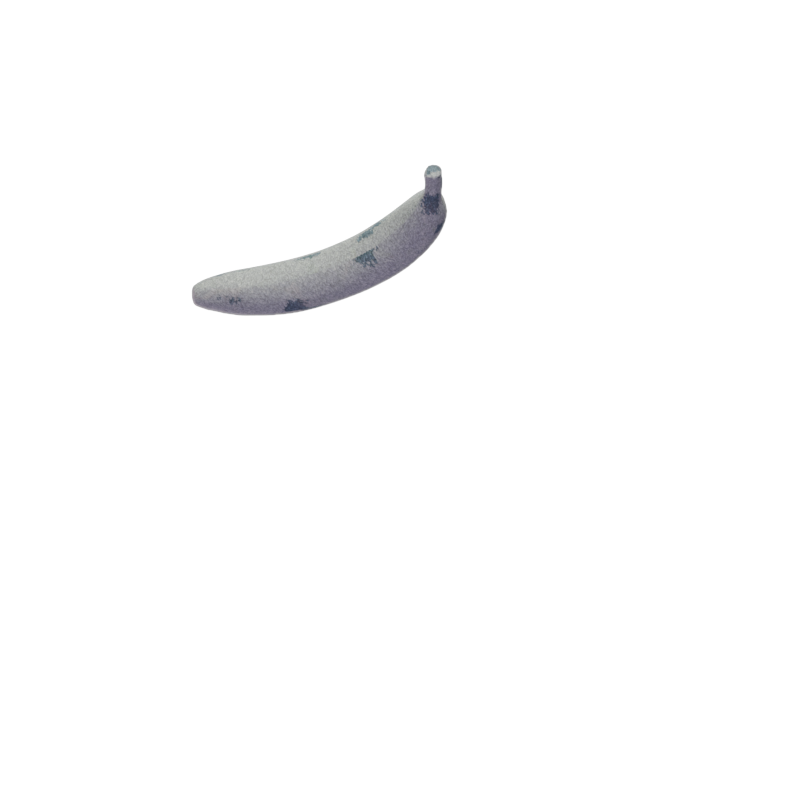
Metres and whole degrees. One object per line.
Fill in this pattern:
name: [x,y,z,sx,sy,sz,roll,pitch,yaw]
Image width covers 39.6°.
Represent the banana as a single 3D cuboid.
banana: [-0.044,-0.096,0.741,0.198,0.039,0.065,-25,-51,21]
